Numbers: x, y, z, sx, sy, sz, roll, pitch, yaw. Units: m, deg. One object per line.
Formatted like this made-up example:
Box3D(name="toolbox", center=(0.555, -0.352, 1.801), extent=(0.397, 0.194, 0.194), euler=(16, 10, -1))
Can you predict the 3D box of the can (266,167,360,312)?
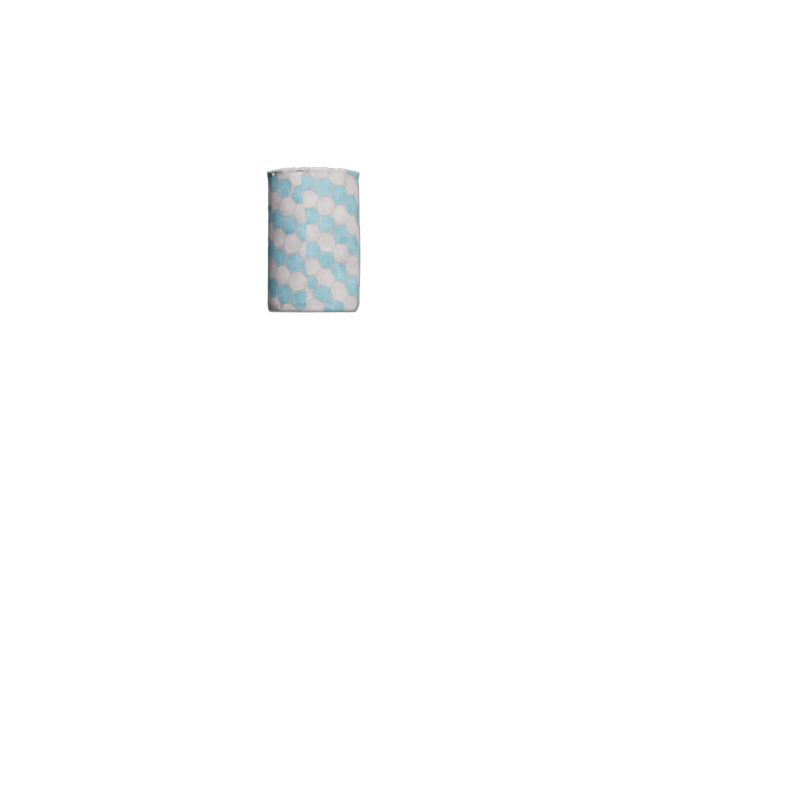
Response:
Box3D(name="can", center=(-0.063, -0.115, 0.807), extent=(0.068, 0.103, 0.068), euler=(0, 0, -2))
